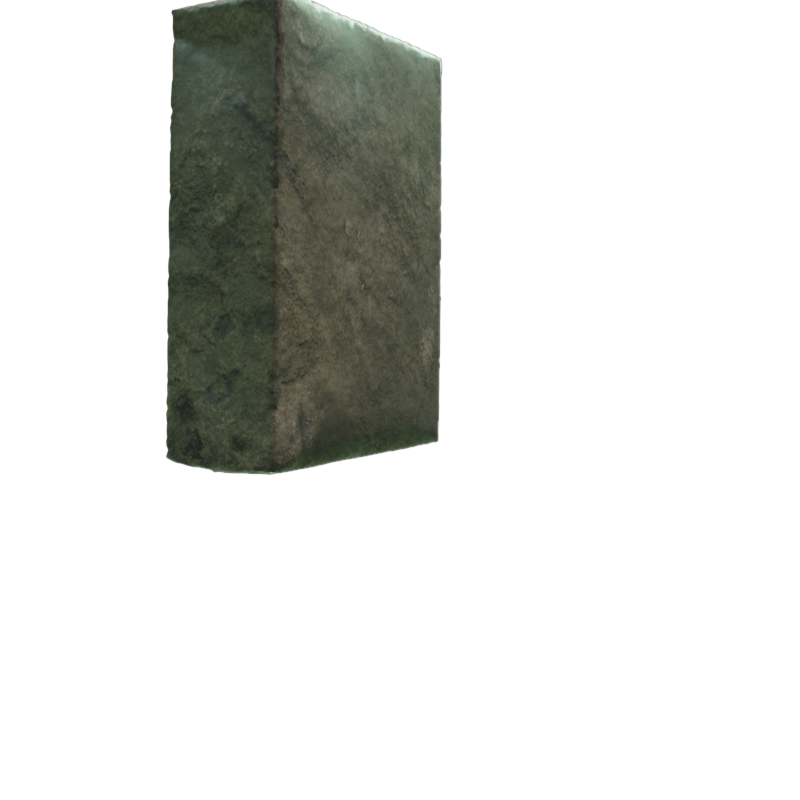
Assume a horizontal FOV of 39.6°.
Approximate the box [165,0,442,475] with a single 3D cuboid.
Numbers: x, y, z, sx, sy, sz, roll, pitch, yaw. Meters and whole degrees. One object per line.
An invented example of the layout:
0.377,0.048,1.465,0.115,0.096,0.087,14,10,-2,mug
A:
-0.044,-0.080,0.559,0.074,0.215,0.158,-2,-2,30,box
